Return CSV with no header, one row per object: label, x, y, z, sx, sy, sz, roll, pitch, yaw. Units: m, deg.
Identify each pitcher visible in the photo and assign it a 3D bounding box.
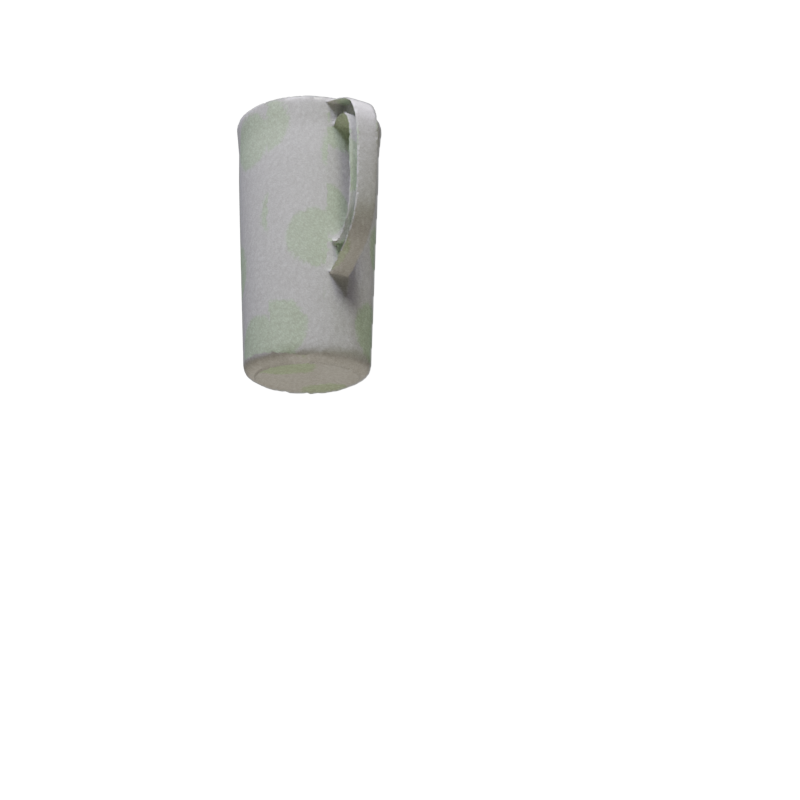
pitcher,-0.076,-0.138,0.966,0.147,0.256,0.140,-6,-22,12
